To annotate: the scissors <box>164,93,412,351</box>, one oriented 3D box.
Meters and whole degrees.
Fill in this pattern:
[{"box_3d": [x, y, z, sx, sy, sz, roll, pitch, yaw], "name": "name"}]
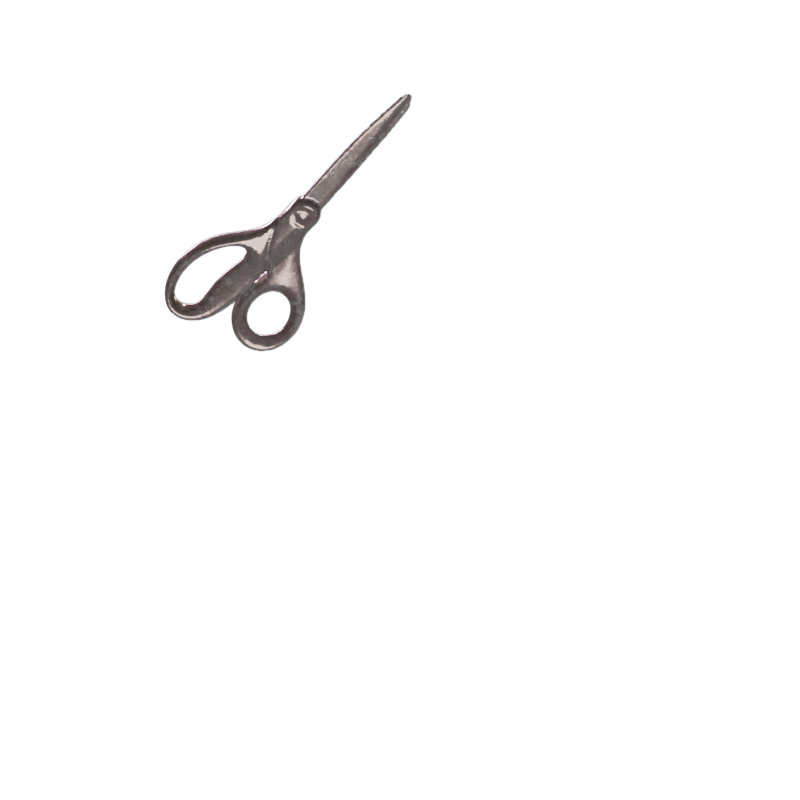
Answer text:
[{"box_3d": [-0.053, -0.096, 0.674, 0.201, 0.090, 0.017, -29, 29, 18], "name": "scissors"}]
